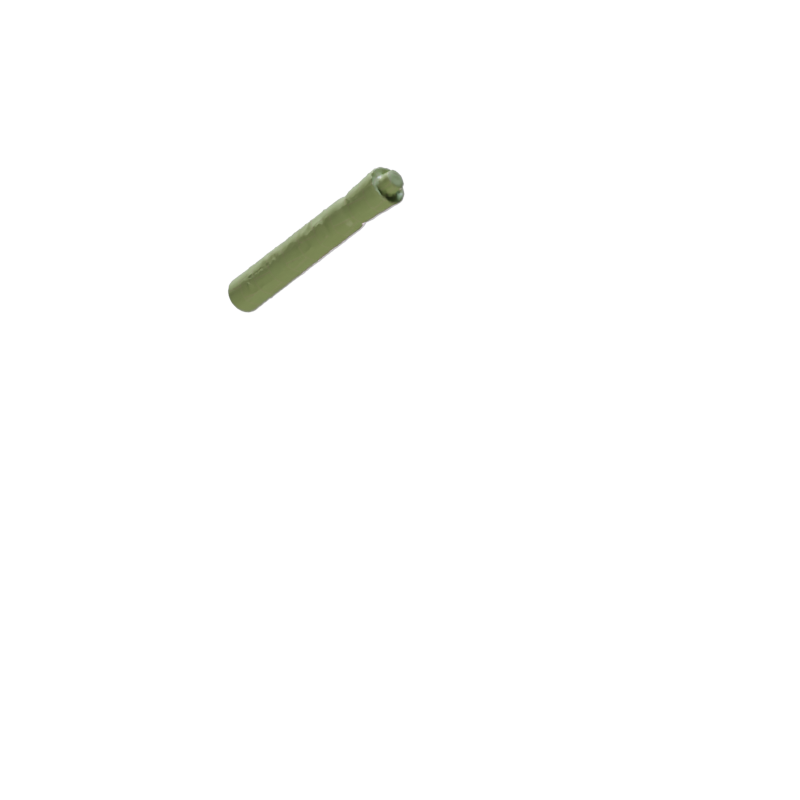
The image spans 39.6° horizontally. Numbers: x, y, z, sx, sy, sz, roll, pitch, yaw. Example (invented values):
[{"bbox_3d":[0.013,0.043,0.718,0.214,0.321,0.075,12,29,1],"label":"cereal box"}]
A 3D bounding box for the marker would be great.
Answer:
[{"bbox_3d":[-0.040,-0.074,0.517,0.019,0.021,0.120,-3,-19,-44],"label":"marker"}]
